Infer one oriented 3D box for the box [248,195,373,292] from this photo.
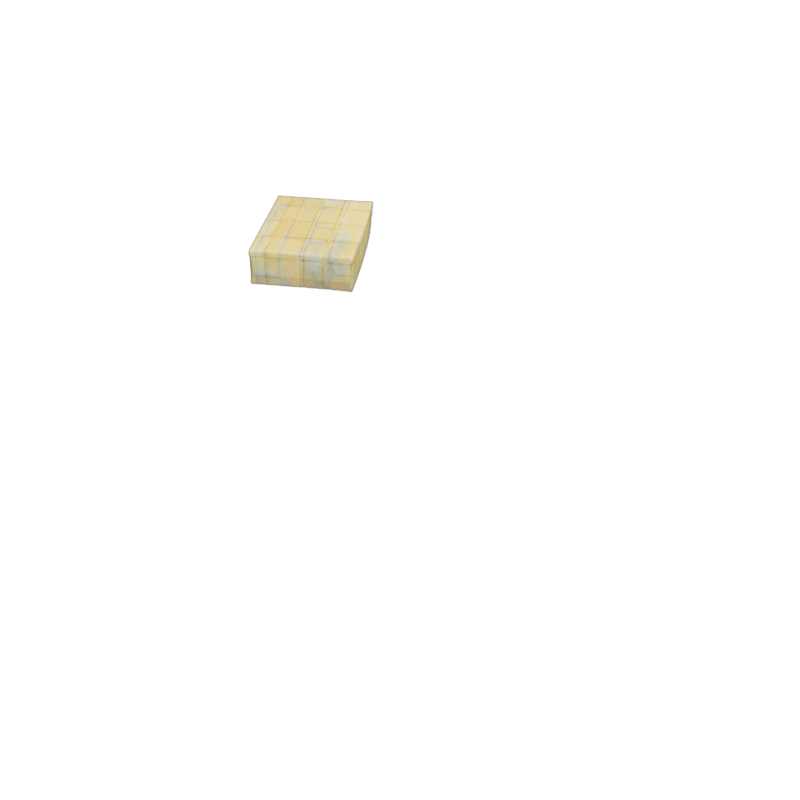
[{"bbox_3d":[-0.076,-0.138,0.969,0.091,0.037,0.119,5,32,7],"label":"box"}]
